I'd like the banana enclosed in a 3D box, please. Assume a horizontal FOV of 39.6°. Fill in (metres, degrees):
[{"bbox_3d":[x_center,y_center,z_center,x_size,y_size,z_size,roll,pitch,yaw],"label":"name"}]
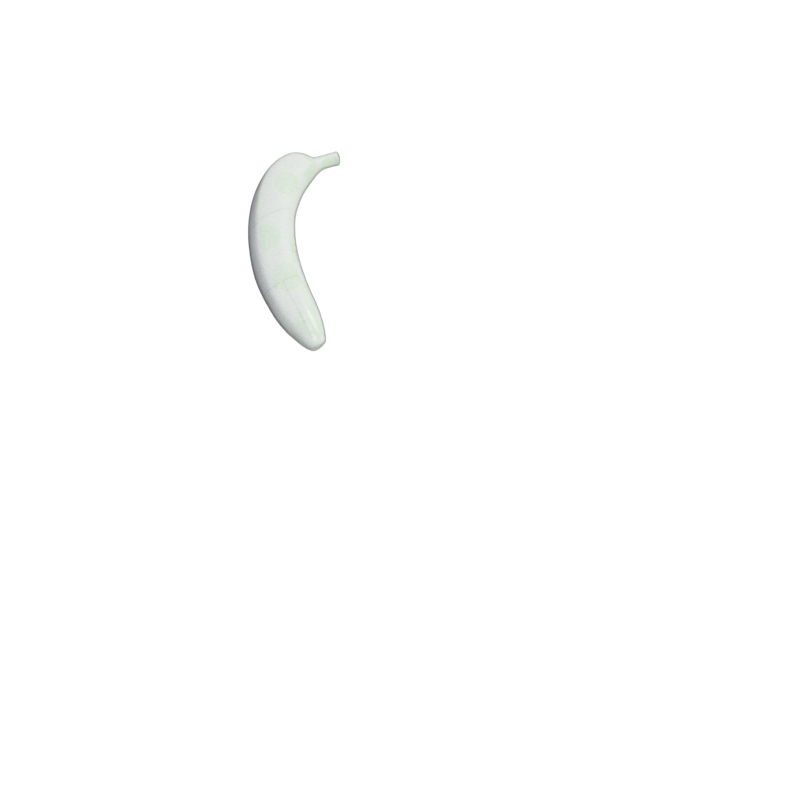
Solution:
[{"bbox_3d":[-0.087,-0.129,0.876,0.070,0.211,0.034,2,-33,1],"label":"banana"}]
